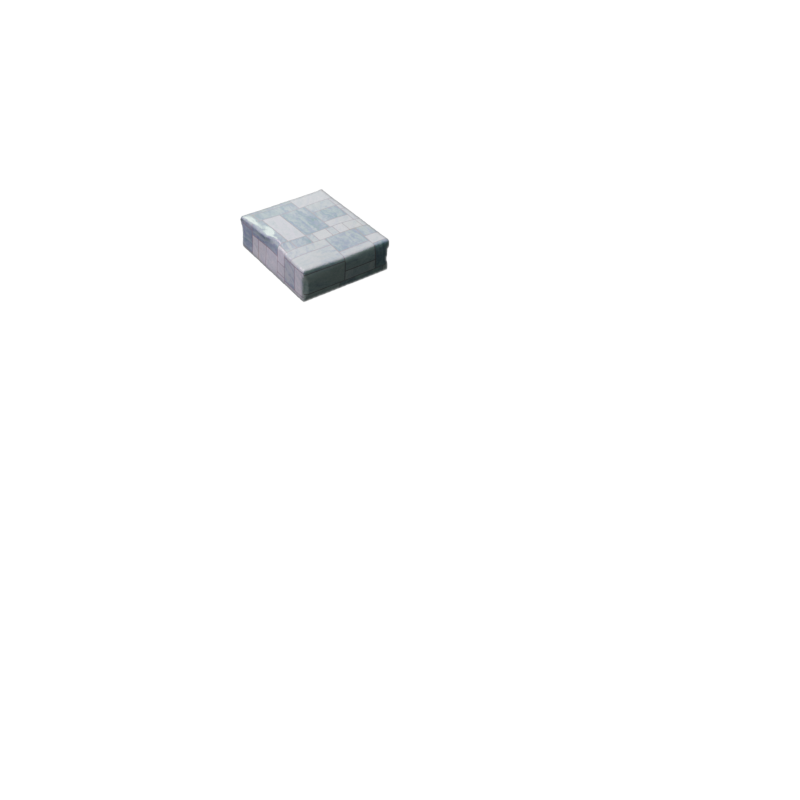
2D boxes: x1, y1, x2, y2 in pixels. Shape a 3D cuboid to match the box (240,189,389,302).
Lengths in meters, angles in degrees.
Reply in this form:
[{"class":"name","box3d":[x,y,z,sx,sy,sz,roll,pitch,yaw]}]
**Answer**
[{"class":"box","box3d":[-0.063,-0.115,0.806,0.072,0.028,0.096,-23,44,-26]}]
